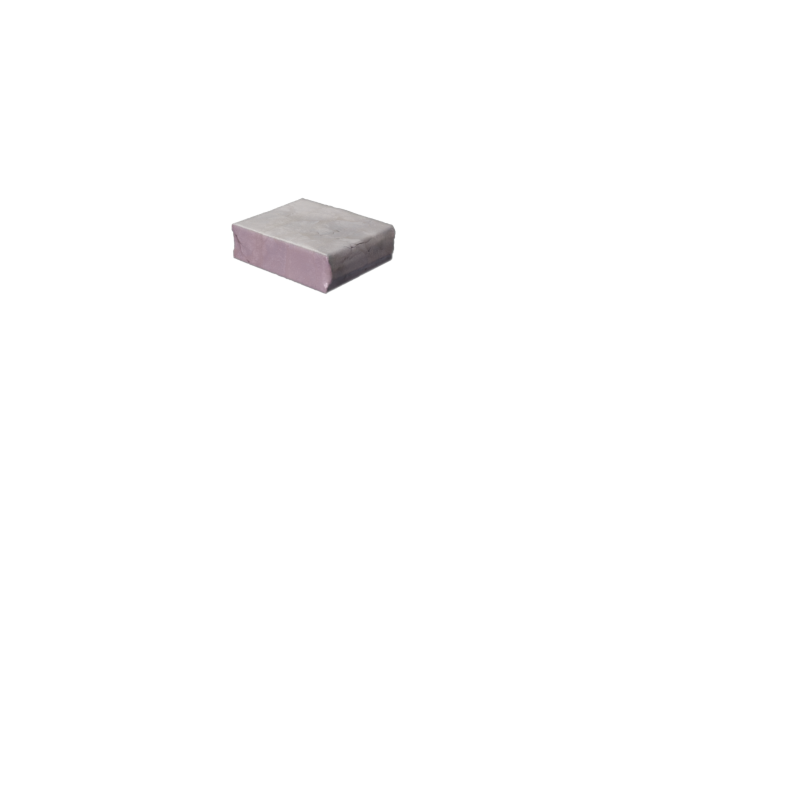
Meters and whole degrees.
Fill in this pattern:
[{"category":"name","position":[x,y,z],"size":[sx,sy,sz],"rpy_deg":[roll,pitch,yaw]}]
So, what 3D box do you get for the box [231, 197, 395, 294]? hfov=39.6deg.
[{"category":"box","position":[-0.060,-0.109,0.766],"size":[0.095,0.029,0.073],"rpy_deg":[22,35,35]}]
